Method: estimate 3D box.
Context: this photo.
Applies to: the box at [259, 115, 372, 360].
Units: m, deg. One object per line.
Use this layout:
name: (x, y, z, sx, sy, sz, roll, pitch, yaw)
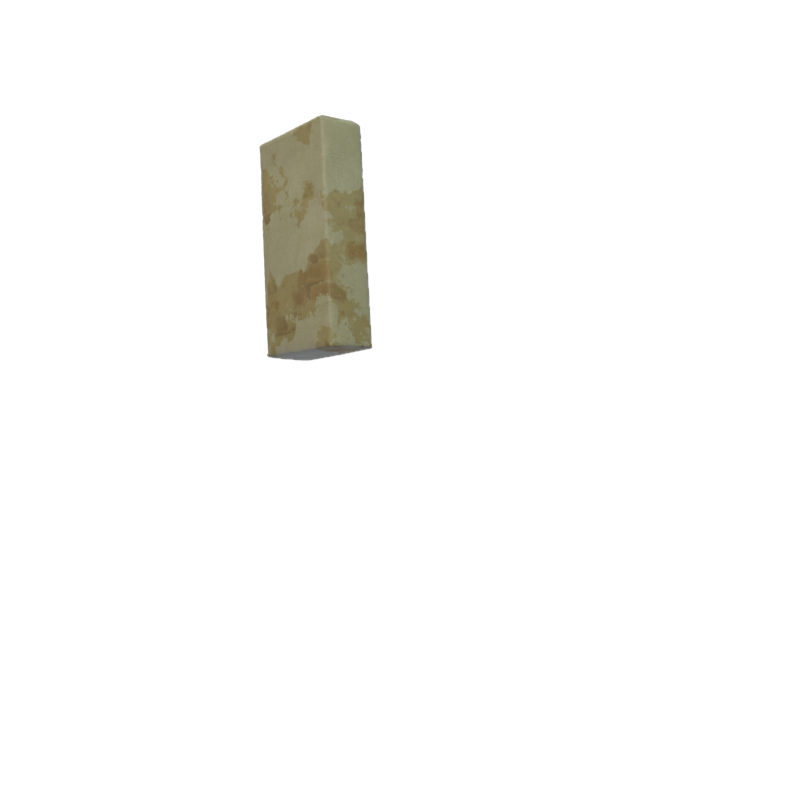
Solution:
box: (-0.067, -0.123, 0.860, 0.046, 0.181, 0.095, 8, -14, -36)
